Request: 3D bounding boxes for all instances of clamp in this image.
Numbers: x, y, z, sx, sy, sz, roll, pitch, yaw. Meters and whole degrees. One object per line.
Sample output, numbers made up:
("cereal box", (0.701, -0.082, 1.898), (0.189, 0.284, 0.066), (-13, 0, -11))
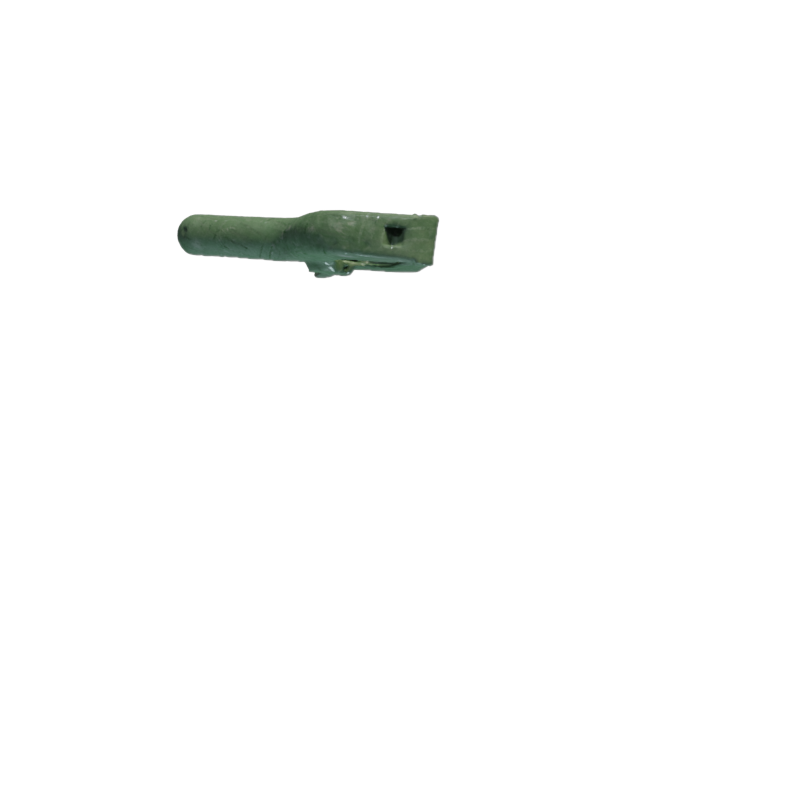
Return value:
("clamp", (-0.050, -0.092, 0.645), (0.116, 0.039, 0.177), (-1, 1, -32))
